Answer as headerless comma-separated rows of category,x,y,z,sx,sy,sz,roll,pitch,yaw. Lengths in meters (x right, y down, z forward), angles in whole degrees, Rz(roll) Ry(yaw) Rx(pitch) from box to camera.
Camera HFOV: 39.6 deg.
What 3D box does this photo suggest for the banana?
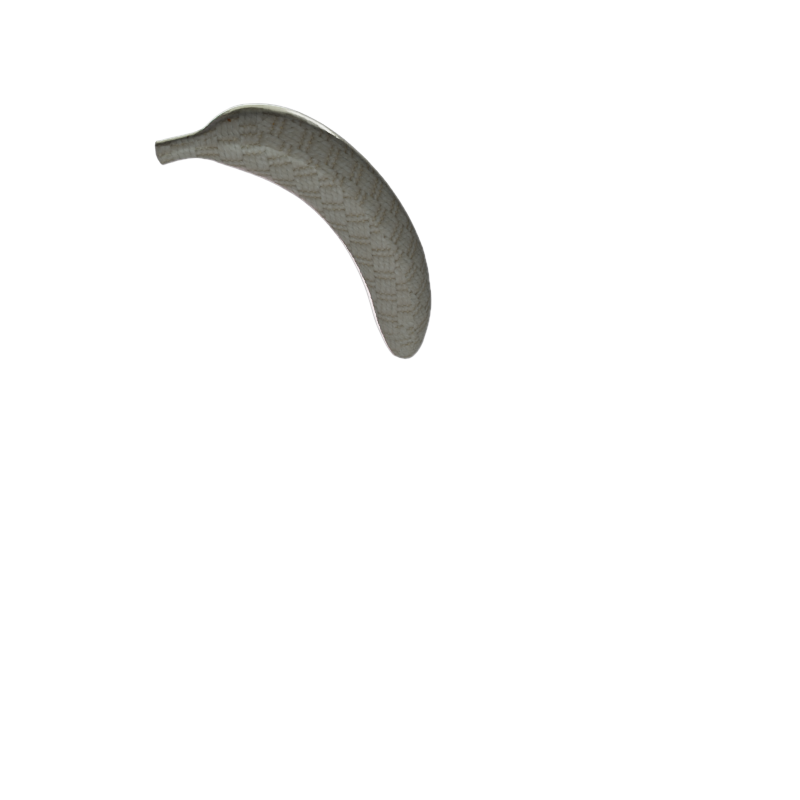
banana,-0.034,-0.094,0.574,0.069,0.039,0.185,-33,-55,26
